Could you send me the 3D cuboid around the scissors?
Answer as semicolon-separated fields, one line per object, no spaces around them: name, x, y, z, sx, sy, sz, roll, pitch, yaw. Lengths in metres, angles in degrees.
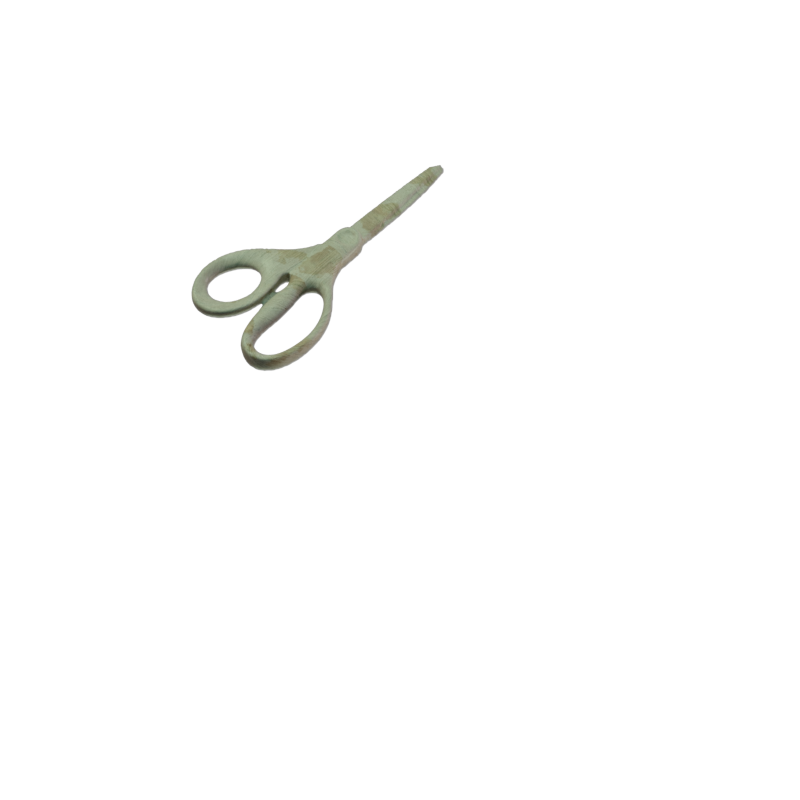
scissors;-0.055;-0.100;0.699;0.099;0.209;0.015;19;-38;15
